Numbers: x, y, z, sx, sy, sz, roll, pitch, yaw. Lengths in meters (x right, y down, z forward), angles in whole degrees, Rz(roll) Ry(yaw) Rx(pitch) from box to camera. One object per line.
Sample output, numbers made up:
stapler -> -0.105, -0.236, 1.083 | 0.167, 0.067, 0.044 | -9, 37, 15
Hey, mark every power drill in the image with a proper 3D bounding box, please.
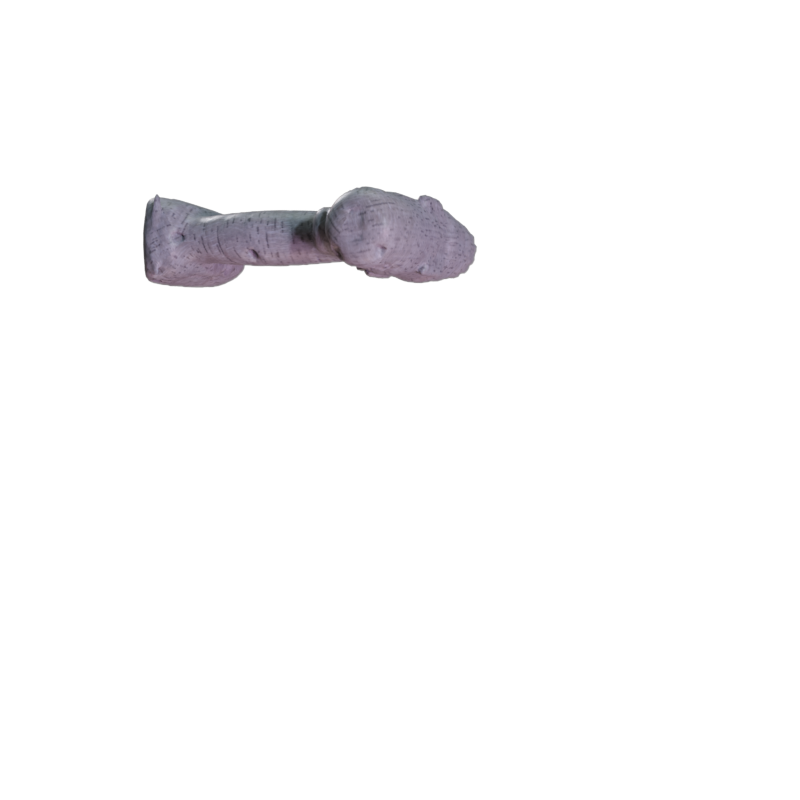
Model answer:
power drill -> -0.056, -0.103, 0.719 | 0.193, 0.058, 0.178 | 0, 0, 22
